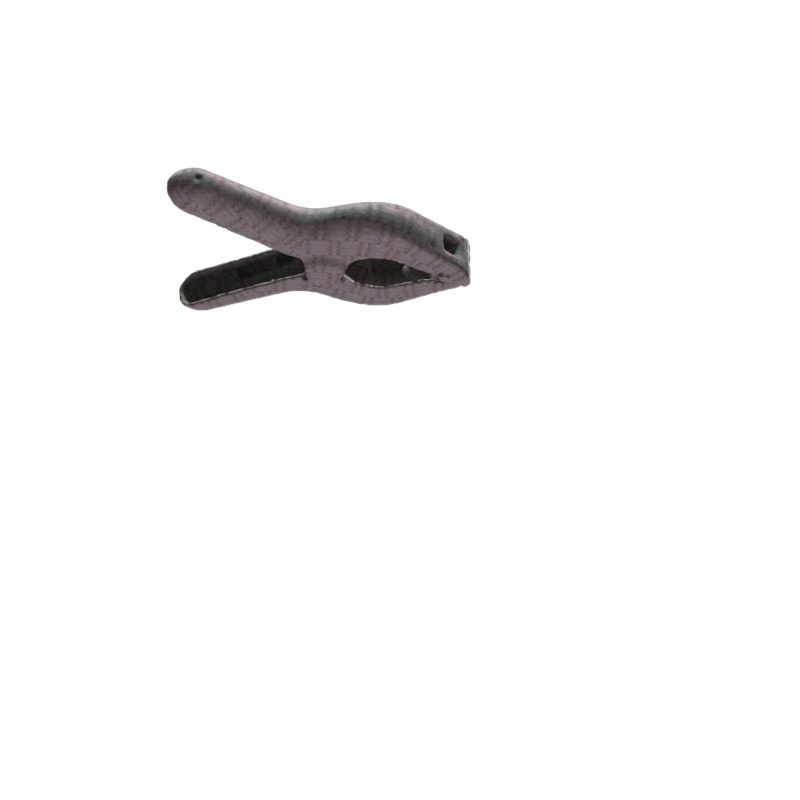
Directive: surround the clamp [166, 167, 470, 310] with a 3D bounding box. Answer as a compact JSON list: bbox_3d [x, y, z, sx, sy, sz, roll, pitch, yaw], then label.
[{"bbox_3d":[-0.047,-0.086,0.606,0.172,0.041,0.113,-2,-22,5],"label":"clamp"}]
